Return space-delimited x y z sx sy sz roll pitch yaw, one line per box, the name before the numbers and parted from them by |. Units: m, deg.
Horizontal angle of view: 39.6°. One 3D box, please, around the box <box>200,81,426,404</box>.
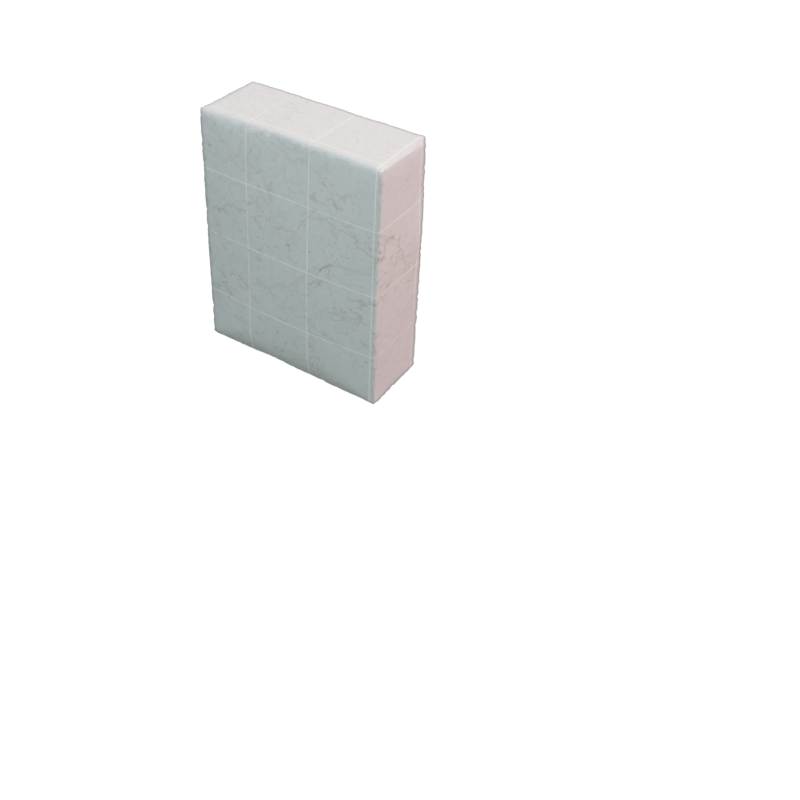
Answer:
box | -0.068 -0.123 0.863 0.173 0.200 0.073 24 41 27
